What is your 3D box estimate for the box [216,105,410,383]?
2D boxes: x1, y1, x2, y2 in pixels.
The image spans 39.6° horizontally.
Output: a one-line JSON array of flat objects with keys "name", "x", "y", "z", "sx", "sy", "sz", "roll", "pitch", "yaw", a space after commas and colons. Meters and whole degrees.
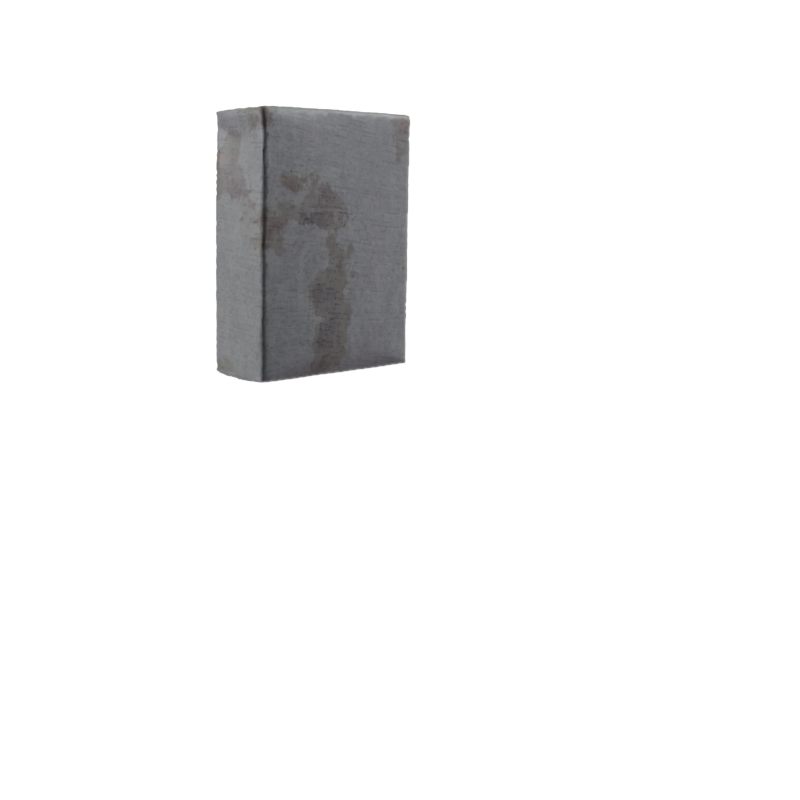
[{"name": "box", "x": -0.072, "y": -0.131, "z": 0.916, "sx": 0.159, "sy": 0.212, "sz": 0.075, "roll": -5, "pitch": 6, "yaw": -44}]
